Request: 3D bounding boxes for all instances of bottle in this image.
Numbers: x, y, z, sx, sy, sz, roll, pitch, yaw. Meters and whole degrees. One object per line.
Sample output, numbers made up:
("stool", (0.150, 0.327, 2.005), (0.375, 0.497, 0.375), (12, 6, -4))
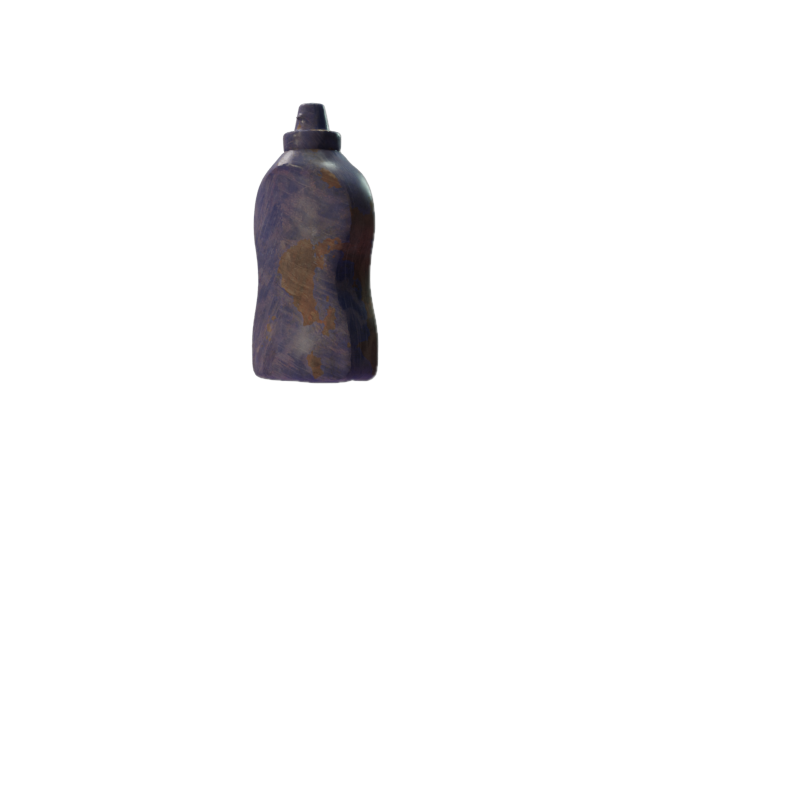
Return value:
("bottle", (-0.061, -0.110, 0.770), (0.099, 0.193, 0.056), (-2, -3, 43))
